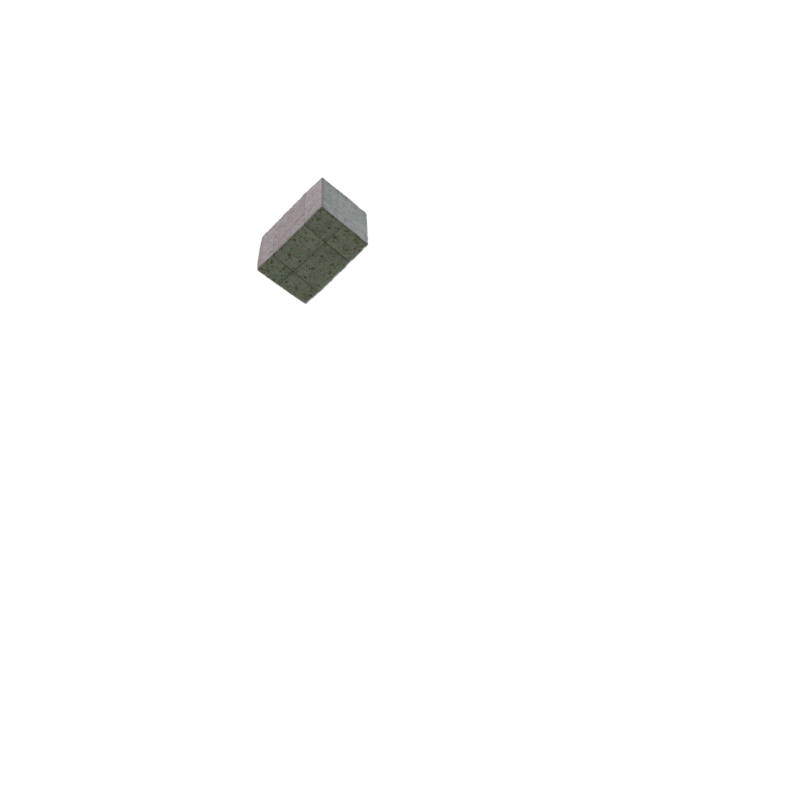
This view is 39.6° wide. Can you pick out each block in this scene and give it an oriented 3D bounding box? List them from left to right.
[{"bbox_3d":[-0.070,-0.128,0.893,0.050,0.077,0.055,38,24,-24],"label":"block"}]
